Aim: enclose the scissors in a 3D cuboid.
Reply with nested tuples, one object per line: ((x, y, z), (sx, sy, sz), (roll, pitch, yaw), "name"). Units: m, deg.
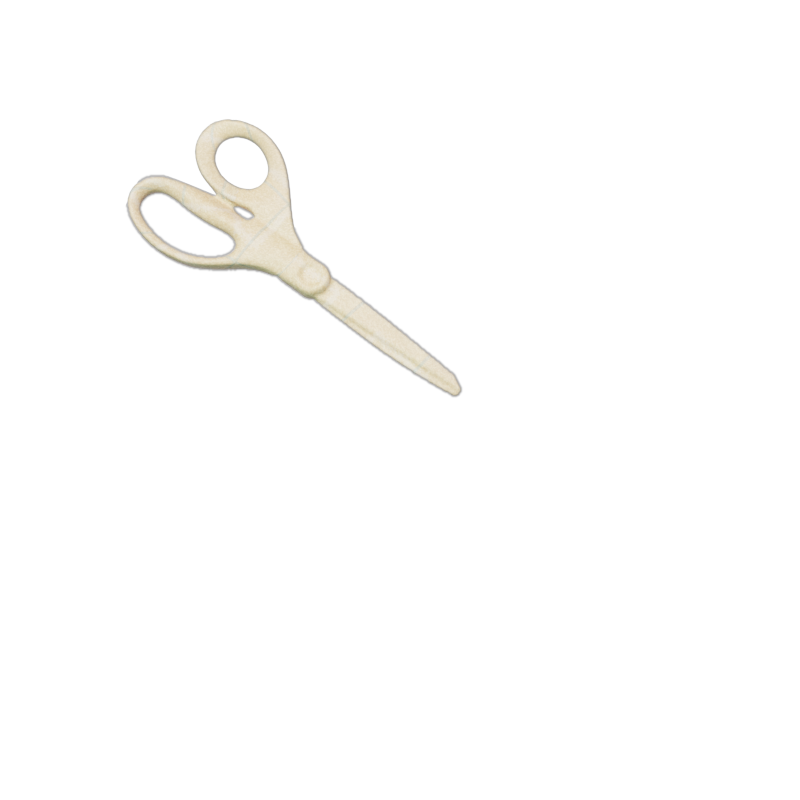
((-0.046, -0.084, 0.590), (0.205, 0.099, 0.015), (22, -17, 7), "scissors")
